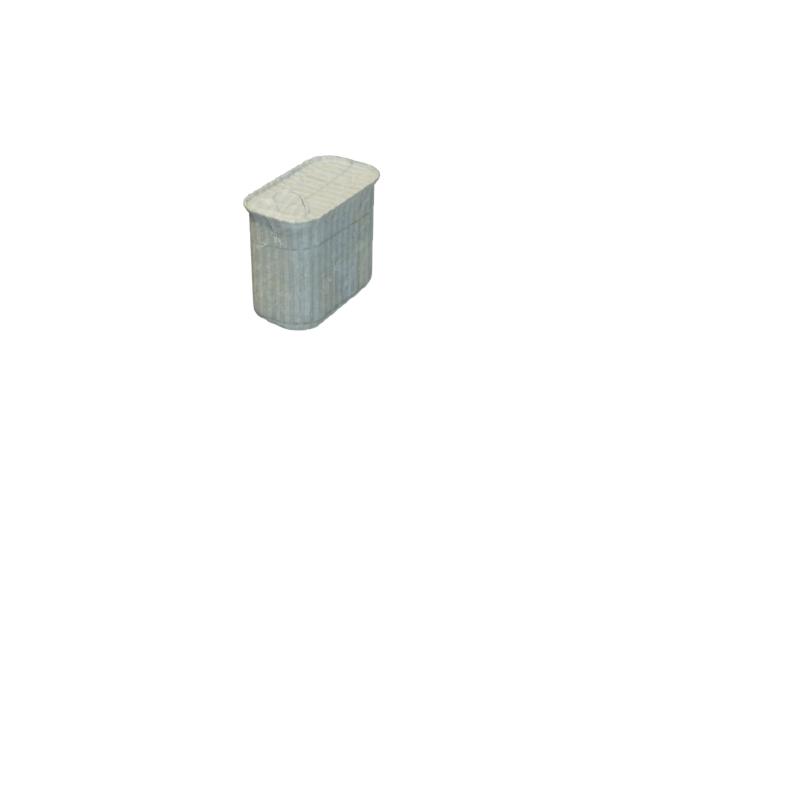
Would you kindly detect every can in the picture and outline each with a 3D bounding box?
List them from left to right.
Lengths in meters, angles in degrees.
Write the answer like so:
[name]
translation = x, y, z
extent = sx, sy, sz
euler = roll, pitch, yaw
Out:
[can]
translation = -0.059, -0.107, 0.749
extent = 0.060, 0.079, 0.103
euler = 18, 36, 25
